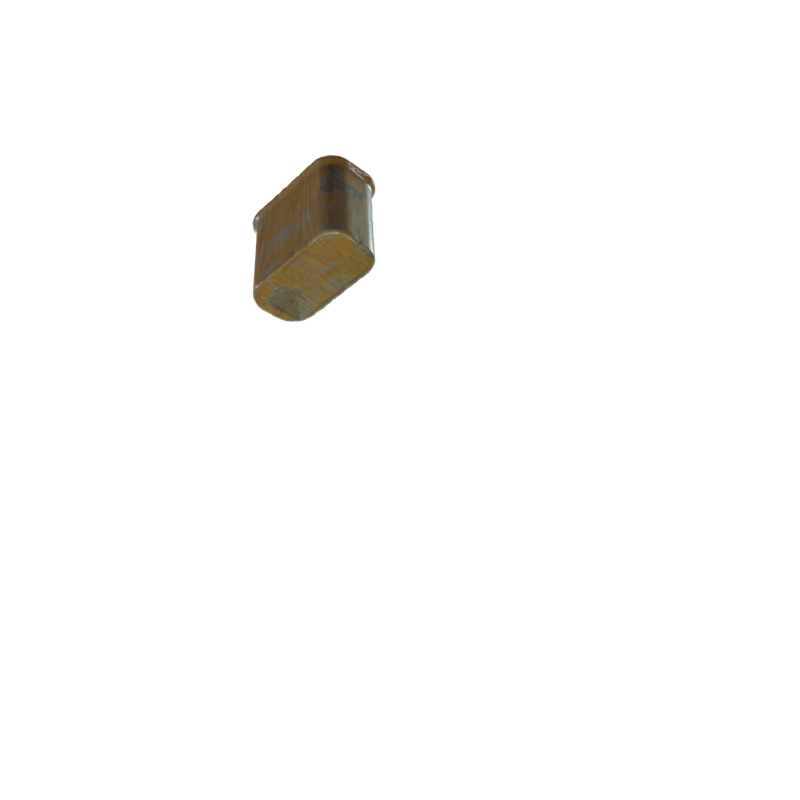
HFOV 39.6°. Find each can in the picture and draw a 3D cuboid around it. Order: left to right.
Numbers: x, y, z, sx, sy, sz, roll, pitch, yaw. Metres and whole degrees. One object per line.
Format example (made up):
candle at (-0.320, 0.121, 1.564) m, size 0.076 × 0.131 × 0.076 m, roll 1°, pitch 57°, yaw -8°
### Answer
can at (-0.064, -0.117, 0.822) m, size 0.054 × 0.090 × 0.101 m, roll 33°, pitch -54°, yaw -31°
